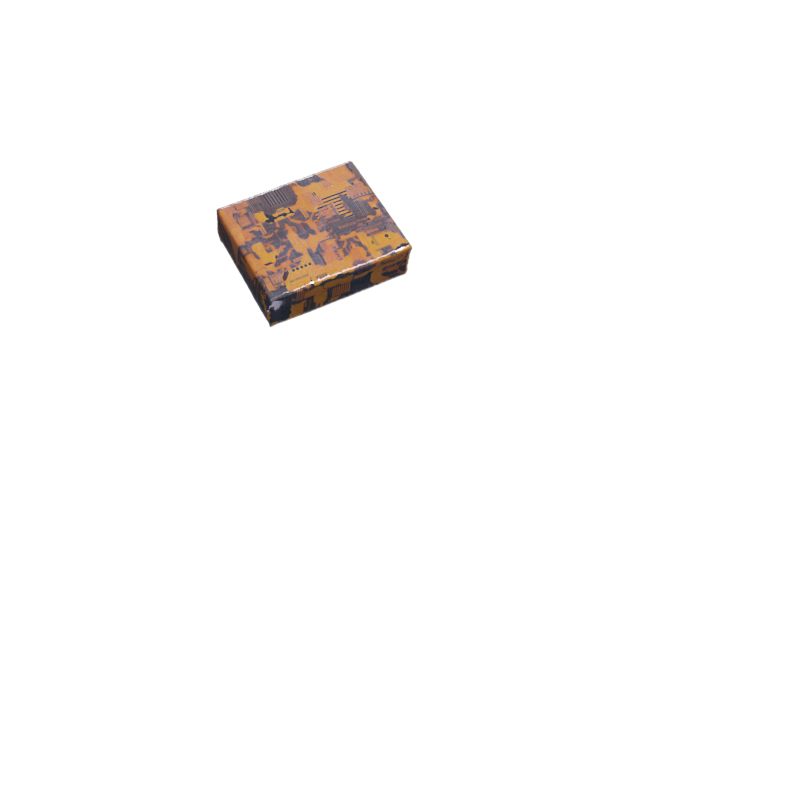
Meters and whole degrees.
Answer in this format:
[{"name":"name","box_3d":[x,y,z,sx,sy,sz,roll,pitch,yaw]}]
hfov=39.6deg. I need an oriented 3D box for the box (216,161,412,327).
[{"name":"box","box_3d":[-0.062,-0.113,0.790,0.113,0.096,0.036,-24,-31,-16]}]
